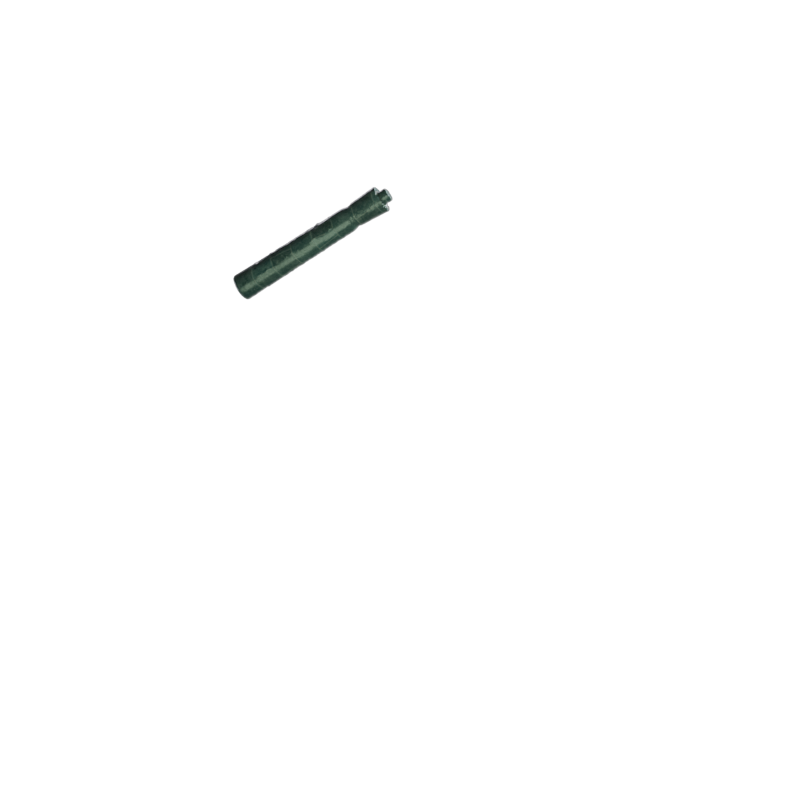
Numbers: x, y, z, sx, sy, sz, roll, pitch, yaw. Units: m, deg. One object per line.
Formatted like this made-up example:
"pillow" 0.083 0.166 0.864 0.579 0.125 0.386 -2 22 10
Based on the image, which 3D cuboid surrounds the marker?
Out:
"marker" -0.058 -0.105 0.738 0.121 0.020 0.019 -30 -4 15
